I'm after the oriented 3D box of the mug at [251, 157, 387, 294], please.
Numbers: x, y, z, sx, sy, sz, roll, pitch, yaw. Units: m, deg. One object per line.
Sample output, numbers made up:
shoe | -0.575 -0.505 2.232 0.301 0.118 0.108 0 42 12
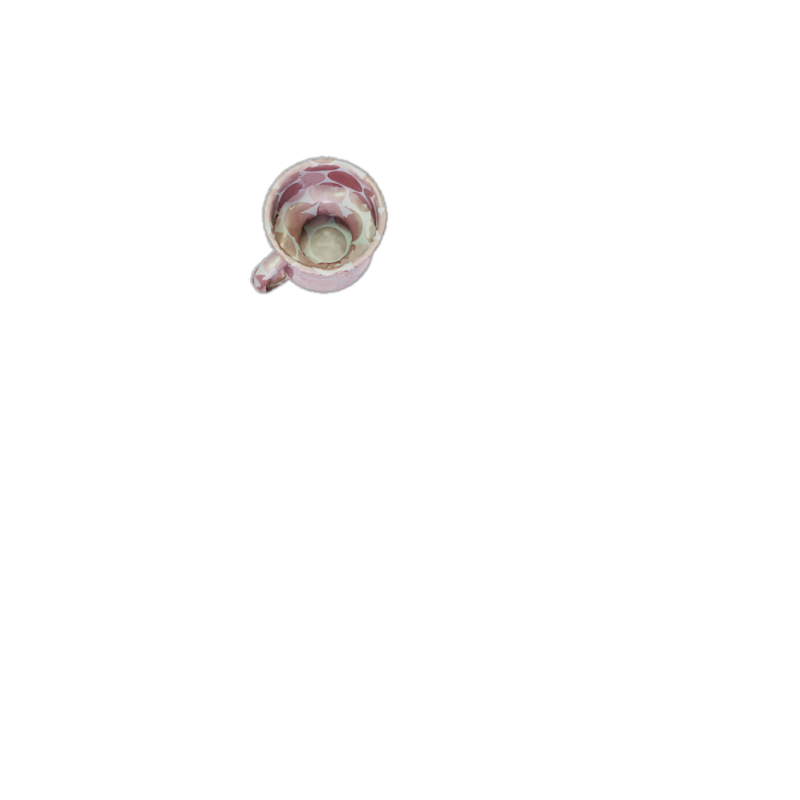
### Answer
mug | -0.068 -0.124 0.866 0.118 0.096 0.079 -43 -9 -11
